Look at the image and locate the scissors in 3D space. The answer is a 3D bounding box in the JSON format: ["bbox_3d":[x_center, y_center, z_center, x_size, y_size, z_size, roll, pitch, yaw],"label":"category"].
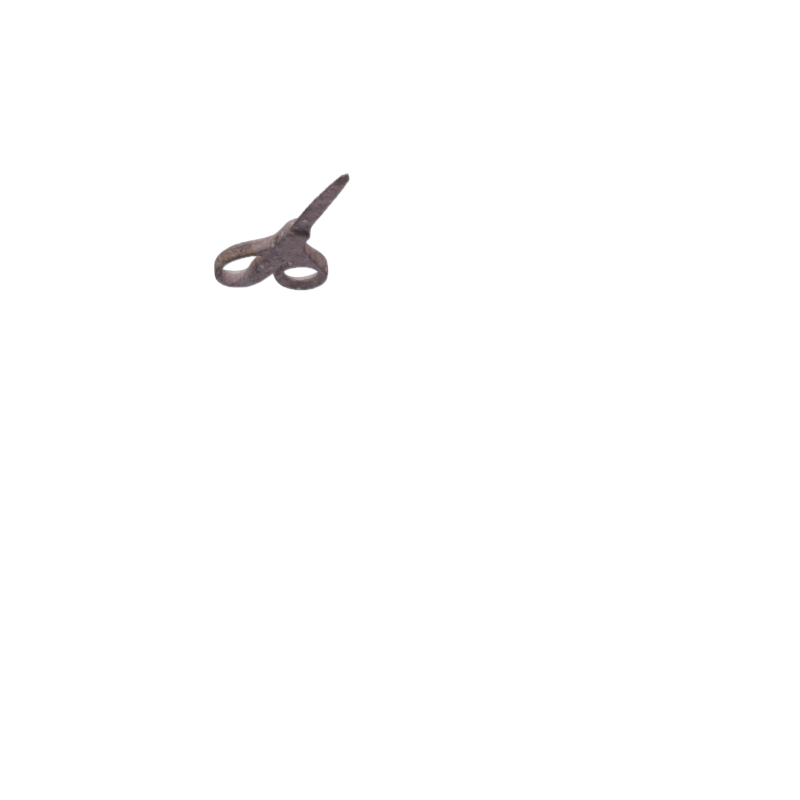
[{"bbox_3d":[-0.063,-0.115,0.807,0.091,0.016,0.203,12,-20,-37],"label":"scissors"}]
